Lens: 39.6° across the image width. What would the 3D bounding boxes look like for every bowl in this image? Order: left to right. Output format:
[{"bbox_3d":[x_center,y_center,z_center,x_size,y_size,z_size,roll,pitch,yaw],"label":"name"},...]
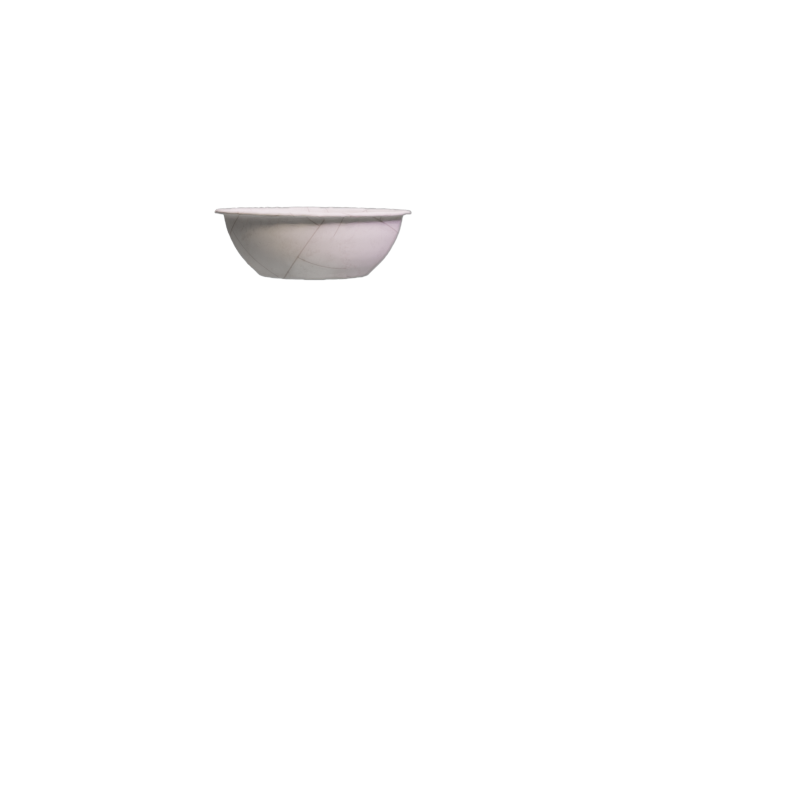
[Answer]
[{"bbox_3d":[-0.071,-0.130,0.913,0.162,0.054,0.165,0,11,-2],"label":"bowl"}]
